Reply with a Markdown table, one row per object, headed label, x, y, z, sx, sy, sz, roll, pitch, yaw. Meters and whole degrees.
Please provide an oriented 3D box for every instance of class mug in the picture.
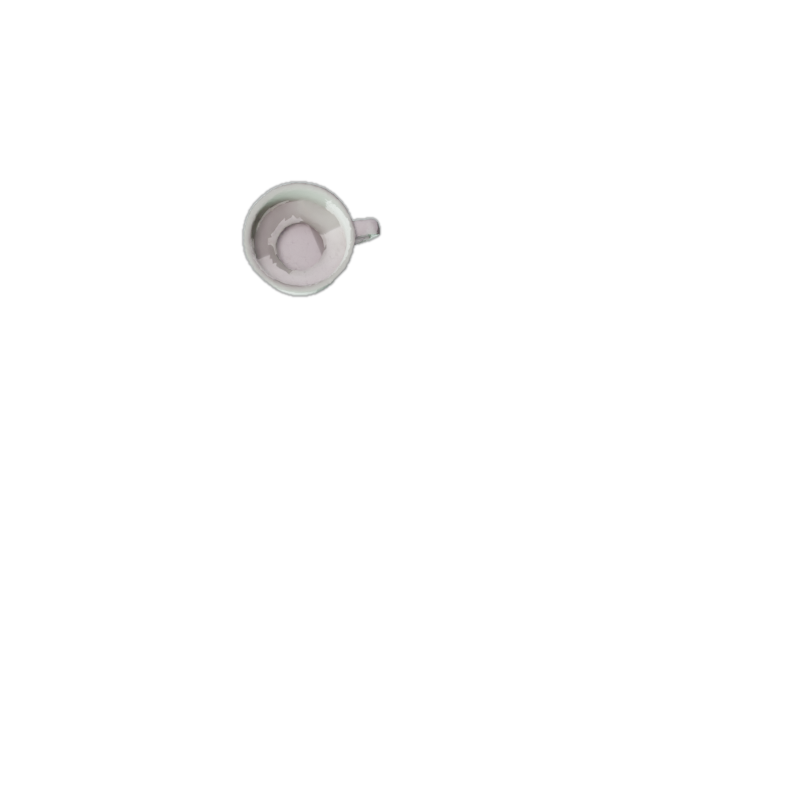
| label | x | y | z | sx | sy | sz | roll | pitch | yaw |
| --- | --- | --- | --- | --- | --- | --- | --- | --- | --- |
| mug | -0.075 | -0.136 | 0.955 | 0.117 | 0.095 | 0.080 | -15 | -6 | -3 |
